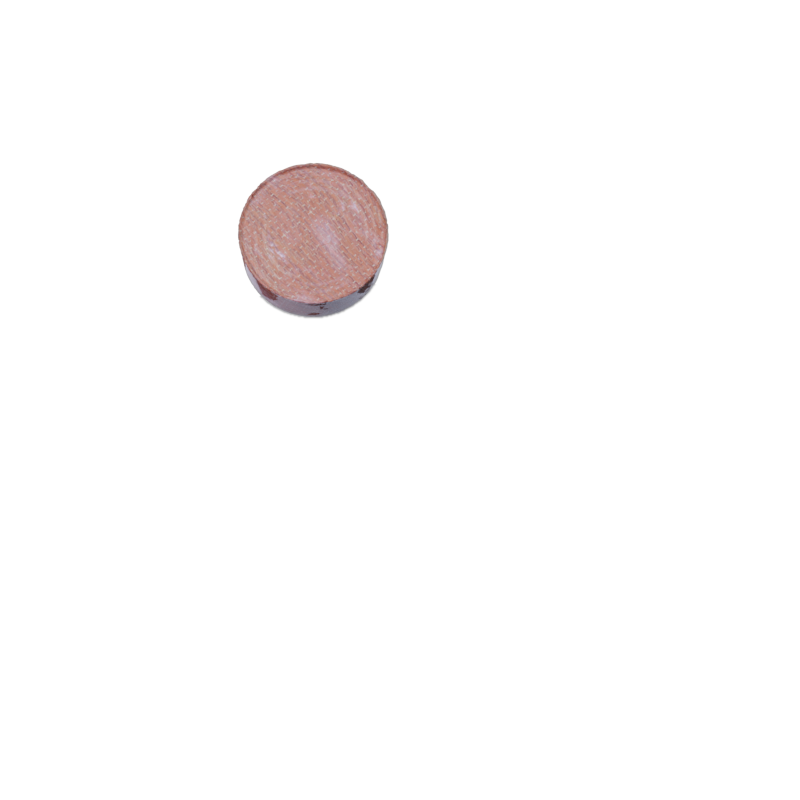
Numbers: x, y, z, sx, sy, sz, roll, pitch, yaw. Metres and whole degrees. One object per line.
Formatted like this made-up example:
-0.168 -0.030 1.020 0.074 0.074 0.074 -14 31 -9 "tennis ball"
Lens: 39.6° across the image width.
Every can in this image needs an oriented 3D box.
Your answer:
-0.050 -0.092 0.645 0.086 0.090 0.032 -1 -19 -1 "can"
